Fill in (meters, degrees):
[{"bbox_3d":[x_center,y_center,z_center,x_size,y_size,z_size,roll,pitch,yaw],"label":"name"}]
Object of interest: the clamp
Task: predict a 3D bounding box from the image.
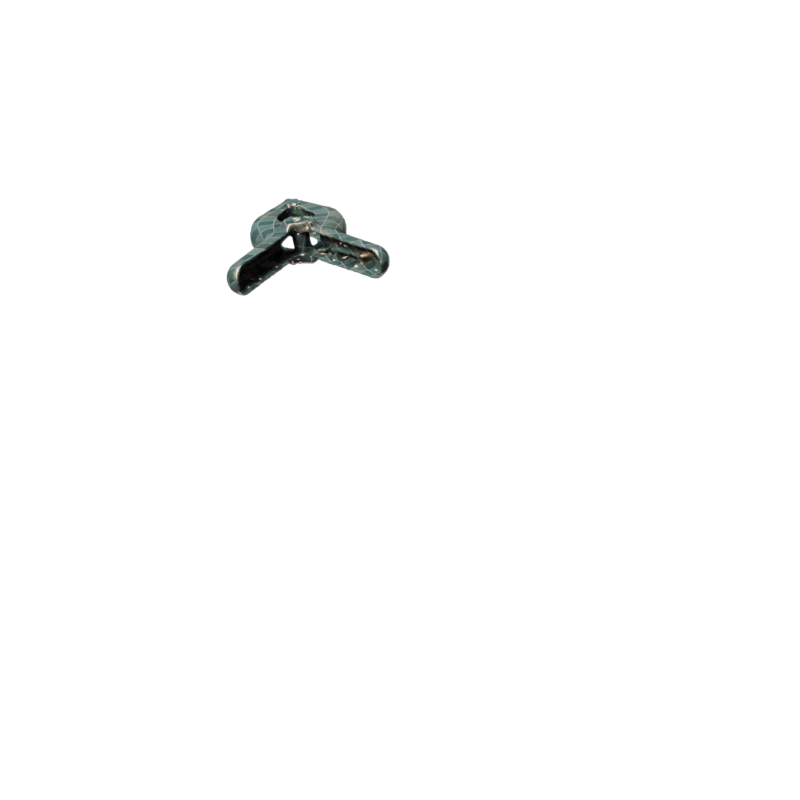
[{"bbox_3d":[-0.069,-0.126,0.883,0.120,0.037,0.180,0,27,0],"label":"clamp"}]
